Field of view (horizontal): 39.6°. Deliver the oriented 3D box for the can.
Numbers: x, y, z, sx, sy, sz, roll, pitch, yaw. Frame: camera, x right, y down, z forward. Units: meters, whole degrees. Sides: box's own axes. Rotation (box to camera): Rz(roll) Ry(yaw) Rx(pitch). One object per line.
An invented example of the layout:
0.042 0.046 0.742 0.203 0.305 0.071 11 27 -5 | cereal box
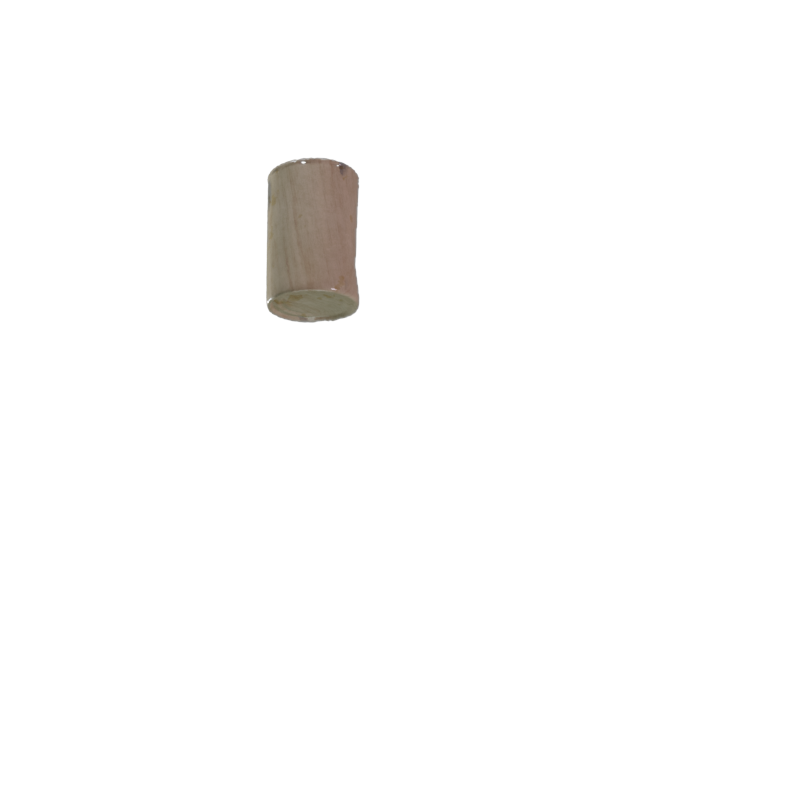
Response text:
-0.063 -0.114 0.801 0.068 0.108 0.065 0 -22 -2 | can
